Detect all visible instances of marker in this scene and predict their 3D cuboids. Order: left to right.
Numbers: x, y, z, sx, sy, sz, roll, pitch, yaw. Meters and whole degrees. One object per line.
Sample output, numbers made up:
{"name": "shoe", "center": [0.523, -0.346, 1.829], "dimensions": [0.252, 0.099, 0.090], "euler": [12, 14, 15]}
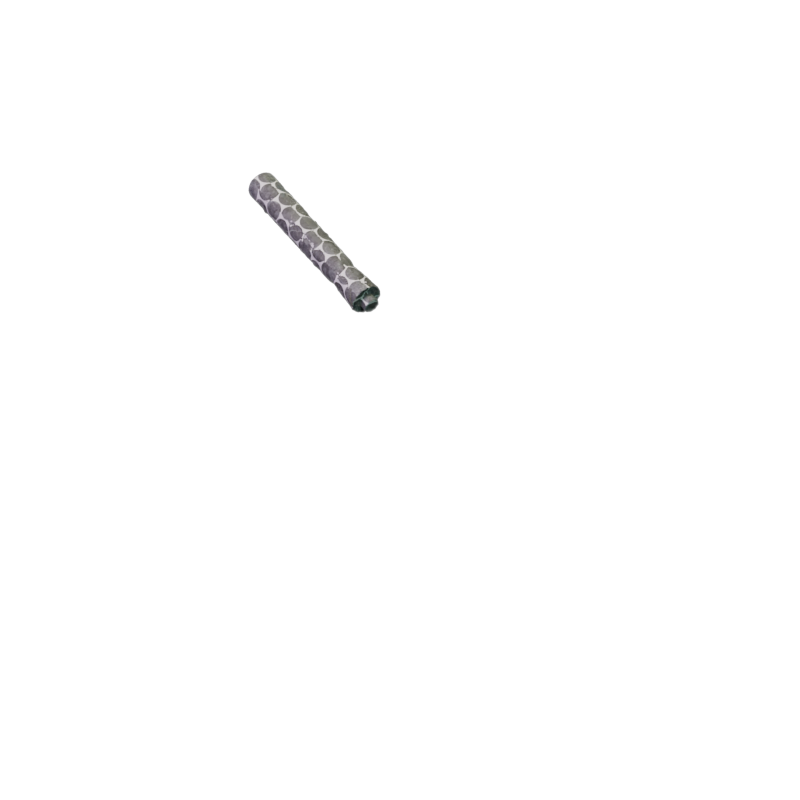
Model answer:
{"name": "marker", "center": [-0.050, -0.092, 0.645], "dimensions": [0.019, 0.019, 0.130], "euler": [-2, 40, -42]}
